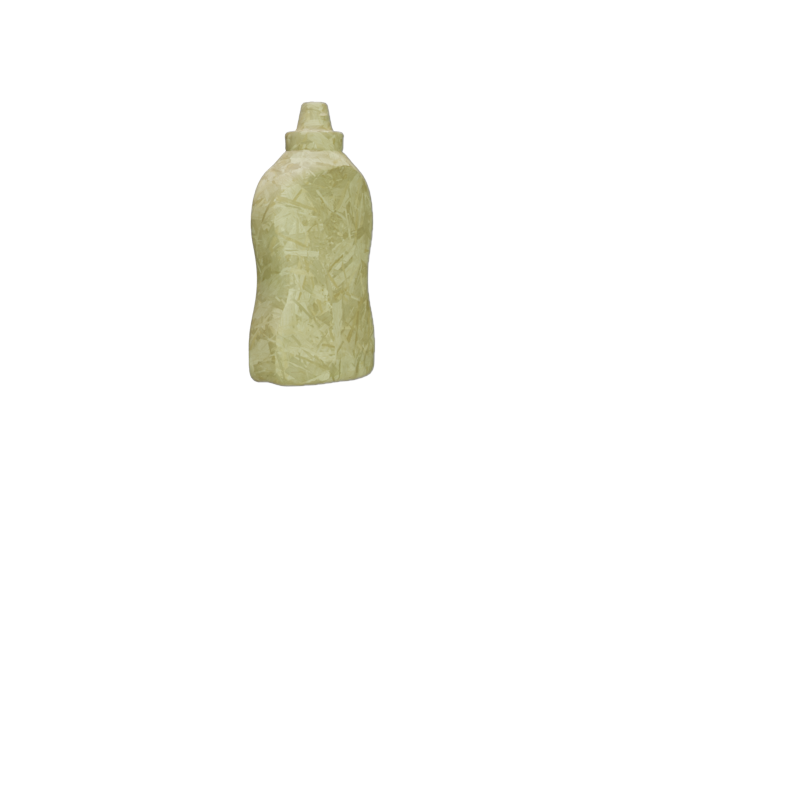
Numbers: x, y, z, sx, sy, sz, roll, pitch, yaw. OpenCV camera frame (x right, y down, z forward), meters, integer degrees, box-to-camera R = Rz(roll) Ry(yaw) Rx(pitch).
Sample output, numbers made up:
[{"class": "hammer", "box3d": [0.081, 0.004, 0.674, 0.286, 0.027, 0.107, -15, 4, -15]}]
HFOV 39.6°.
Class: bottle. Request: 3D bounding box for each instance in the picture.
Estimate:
[{"class": "bottle", "box3d": [-0.060, -0.109, 0.767, 0.092, 0.191, 0.061, -2, 3, -43]}]
